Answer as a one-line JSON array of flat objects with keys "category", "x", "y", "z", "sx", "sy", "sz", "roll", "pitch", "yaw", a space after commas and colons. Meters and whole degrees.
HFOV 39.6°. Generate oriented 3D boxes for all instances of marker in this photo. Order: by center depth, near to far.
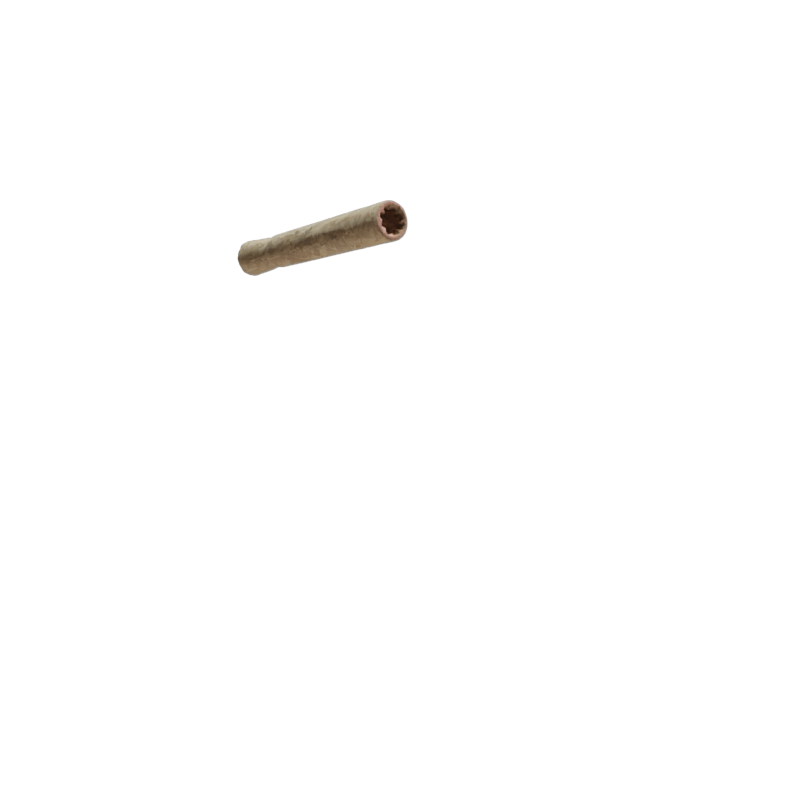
[{"category": "marker", "x": -0.042, "y": -0.077, "z": 0.539, "sx": 0.019, "sy": 0.020, "sz": 0.124, "roll": -3, "pitch": -1, "yaw": -39}]
